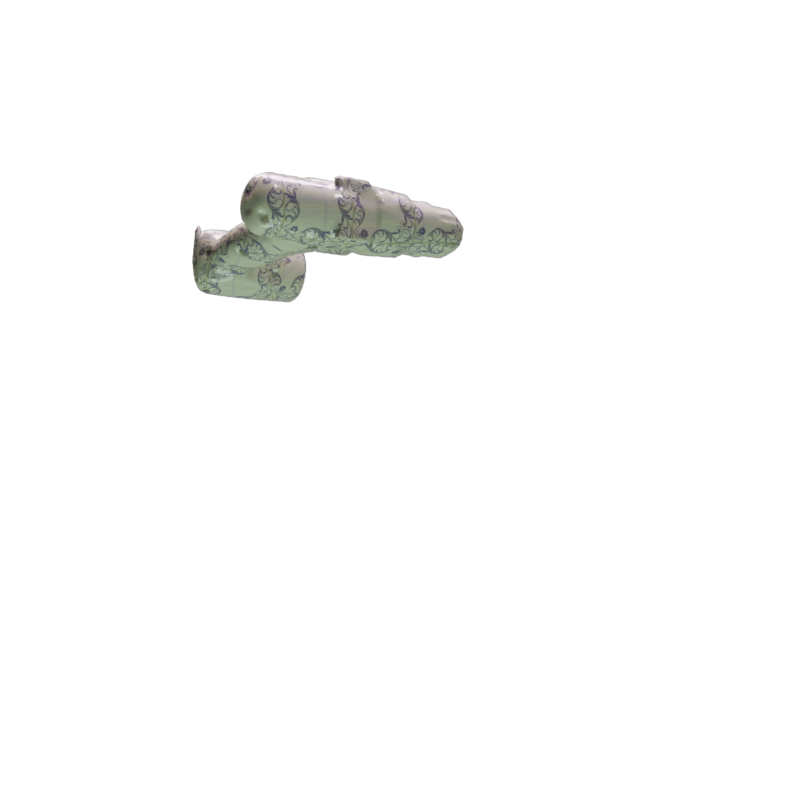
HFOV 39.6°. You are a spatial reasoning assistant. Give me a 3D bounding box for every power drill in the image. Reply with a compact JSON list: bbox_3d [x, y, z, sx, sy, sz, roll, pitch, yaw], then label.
[{"bbox_3d":[-0.069,-0.126,0.882,0.177,0.060,0.189,7,-14,-31],"label":"power drill"}]
